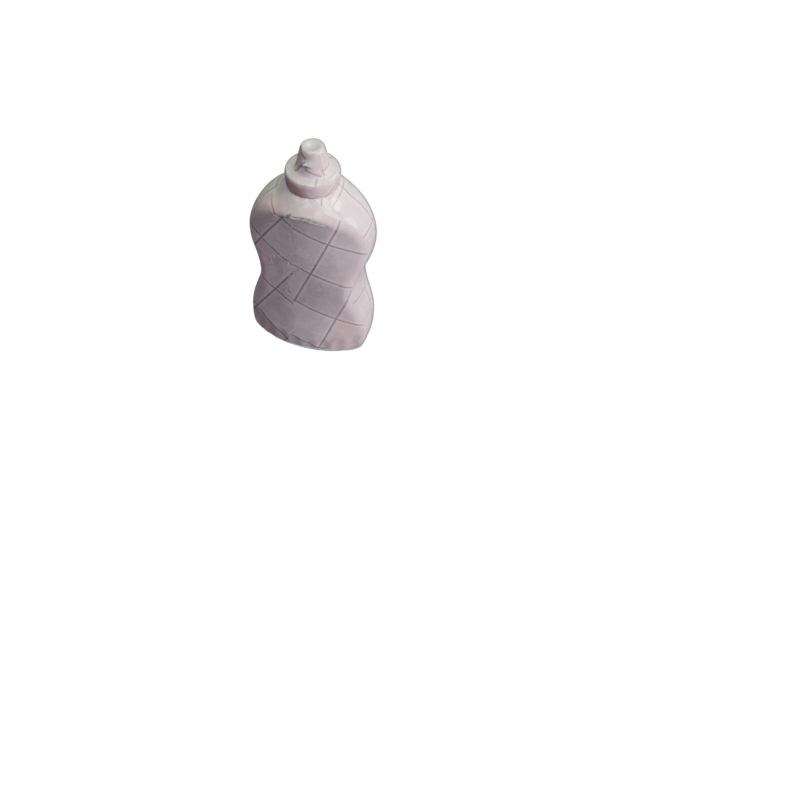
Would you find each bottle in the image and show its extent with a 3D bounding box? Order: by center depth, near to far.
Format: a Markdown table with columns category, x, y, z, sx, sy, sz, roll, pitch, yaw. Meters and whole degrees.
| category | x | y | z | sx | sy | sz | roll | pitch | yaw |
| --- | --- | --- | --- | --- | --- | --- | --- | --- | --- |
| bottle | -0.066 | -0.121 | 0.846 | 0.098 | 0.061 | 0.179 | 17 | -41 | 11 |
